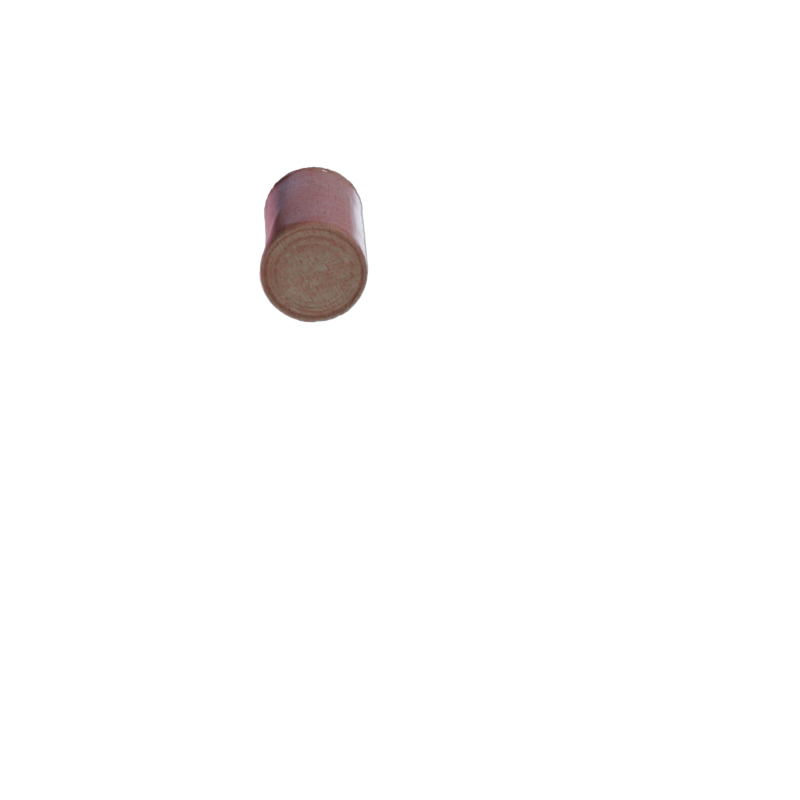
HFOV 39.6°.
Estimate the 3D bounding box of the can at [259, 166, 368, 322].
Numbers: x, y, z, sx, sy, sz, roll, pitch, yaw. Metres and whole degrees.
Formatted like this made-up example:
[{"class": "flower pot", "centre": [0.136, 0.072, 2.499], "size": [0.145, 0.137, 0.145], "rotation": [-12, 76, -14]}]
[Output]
[{"class": "can", "centre": [-0.056, -0.102, 0.714], "size": [0.068, 0.065, 0.108], "rotation": [0, 28, -3]}]
